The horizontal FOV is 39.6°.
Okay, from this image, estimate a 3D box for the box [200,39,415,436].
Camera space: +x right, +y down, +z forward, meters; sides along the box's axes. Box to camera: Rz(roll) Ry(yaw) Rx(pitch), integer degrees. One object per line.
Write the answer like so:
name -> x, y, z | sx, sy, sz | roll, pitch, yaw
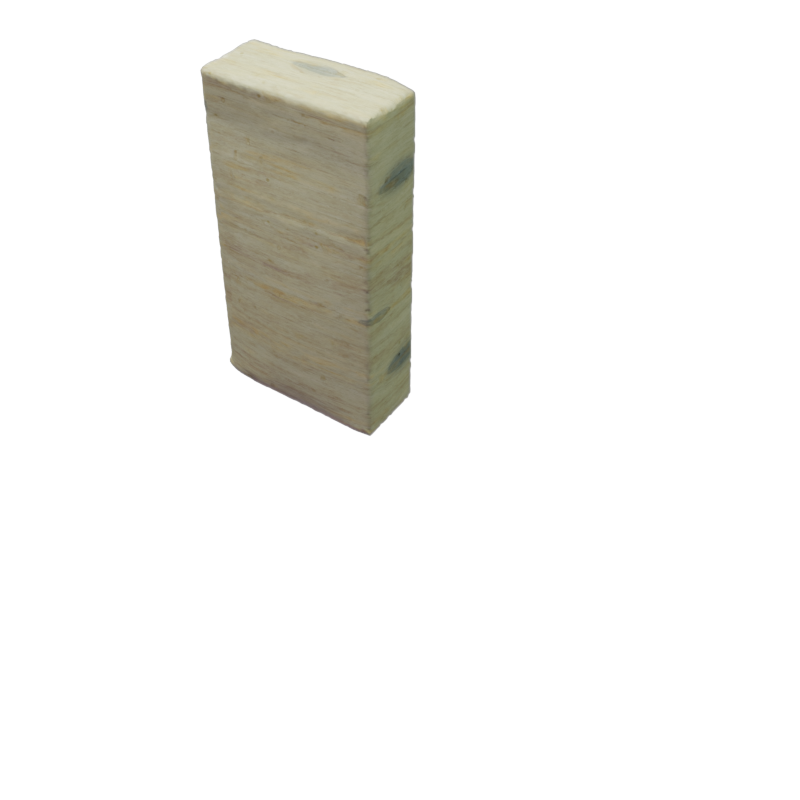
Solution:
box -> -0.041, -0.075, 0.527 | 0.098, 0.165, 0.049 | 25, 41, 27
